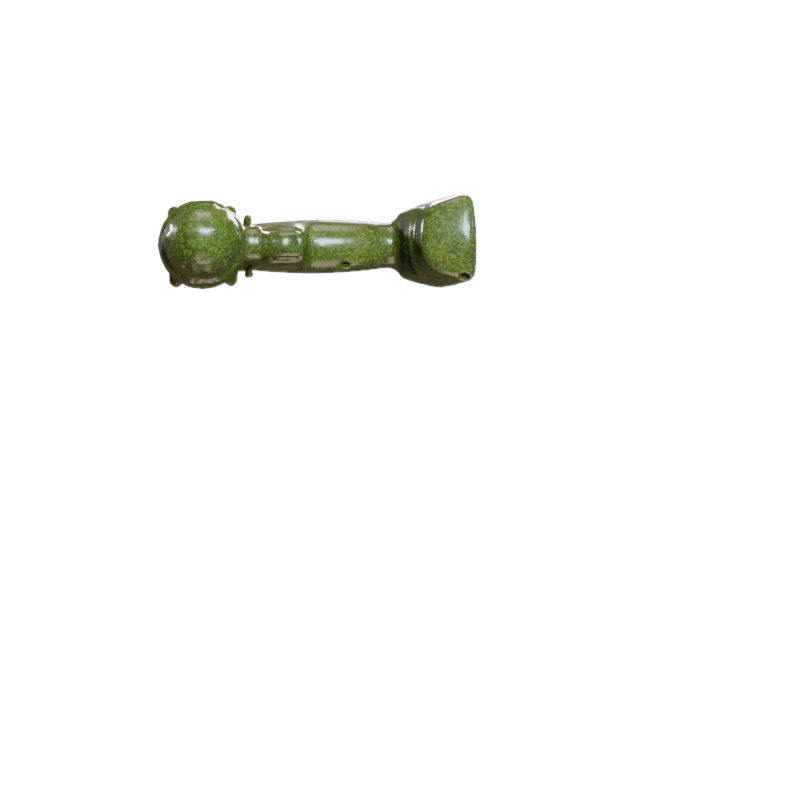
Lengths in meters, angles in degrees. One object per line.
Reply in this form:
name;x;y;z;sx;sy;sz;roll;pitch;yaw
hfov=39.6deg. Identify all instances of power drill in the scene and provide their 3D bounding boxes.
power drill;-0.053;-0.097;0.677;0.186;0.057;0.187;-1;6;-8
